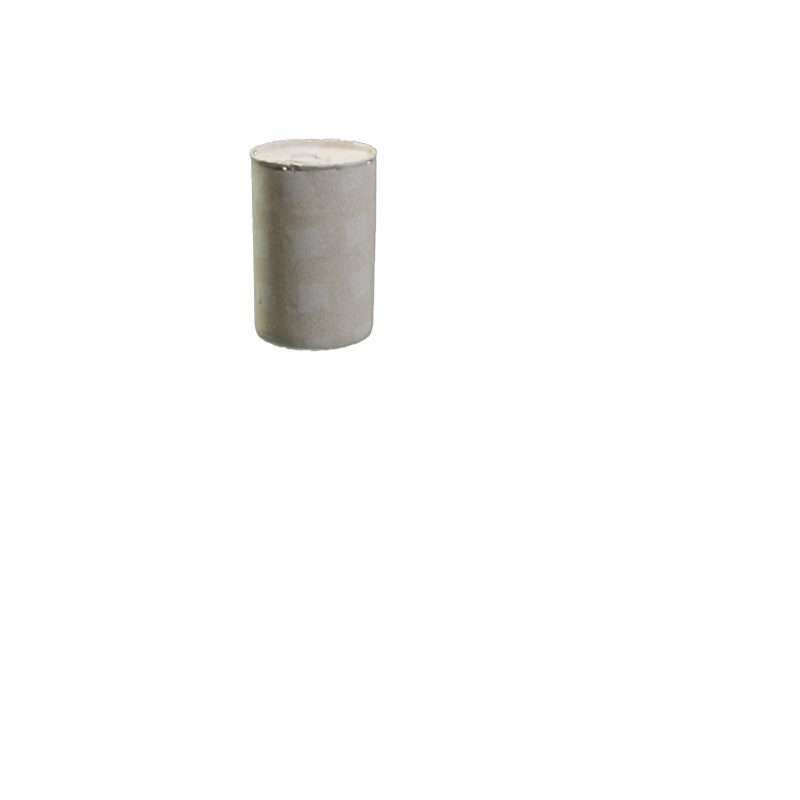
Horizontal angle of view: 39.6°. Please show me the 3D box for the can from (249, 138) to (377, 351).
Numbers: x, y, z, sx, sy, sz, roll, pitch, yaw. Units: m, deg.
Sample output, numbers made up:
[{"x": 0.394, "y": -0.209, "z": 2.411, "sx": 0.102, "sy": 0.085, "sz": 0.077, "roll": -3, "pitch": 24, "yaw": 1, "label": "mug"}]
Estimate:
[{"x": -0.047, "y": -0.086, "z": 0.602, "sx": 0.068, "sy": 0.098, "sz": 0.072, "roll": 0, "pitch": 19, "yaw": -2, "label": "can"}]
